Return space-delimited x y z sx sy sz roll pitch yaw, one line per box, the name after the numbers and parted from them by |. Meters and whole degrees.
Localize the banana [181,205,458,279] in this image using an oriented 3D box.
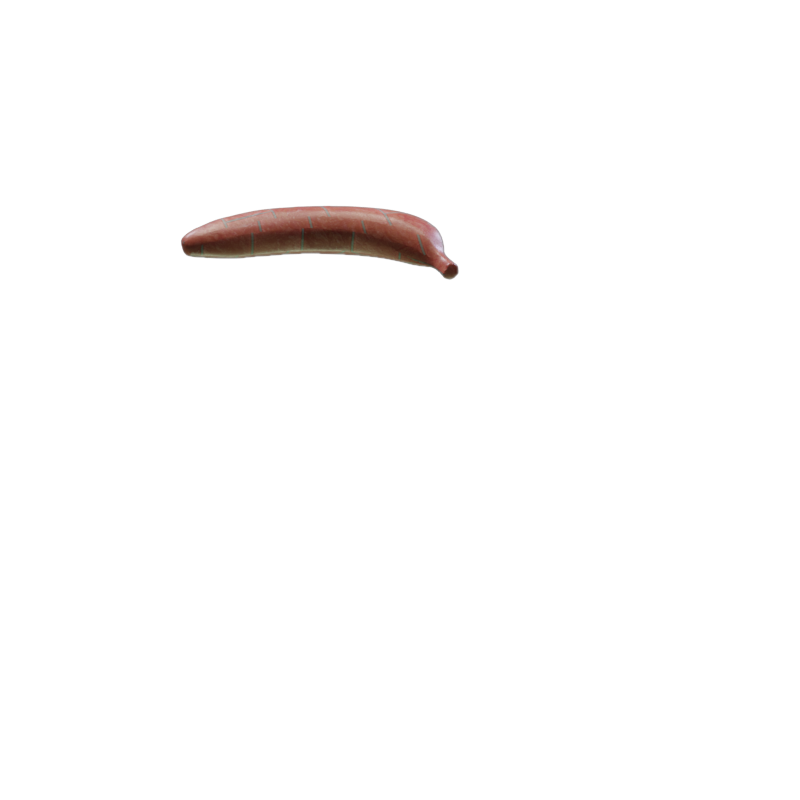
-0.055 -0.118 0.795 0.201 0.035 0.071 4 21 11 | banana
